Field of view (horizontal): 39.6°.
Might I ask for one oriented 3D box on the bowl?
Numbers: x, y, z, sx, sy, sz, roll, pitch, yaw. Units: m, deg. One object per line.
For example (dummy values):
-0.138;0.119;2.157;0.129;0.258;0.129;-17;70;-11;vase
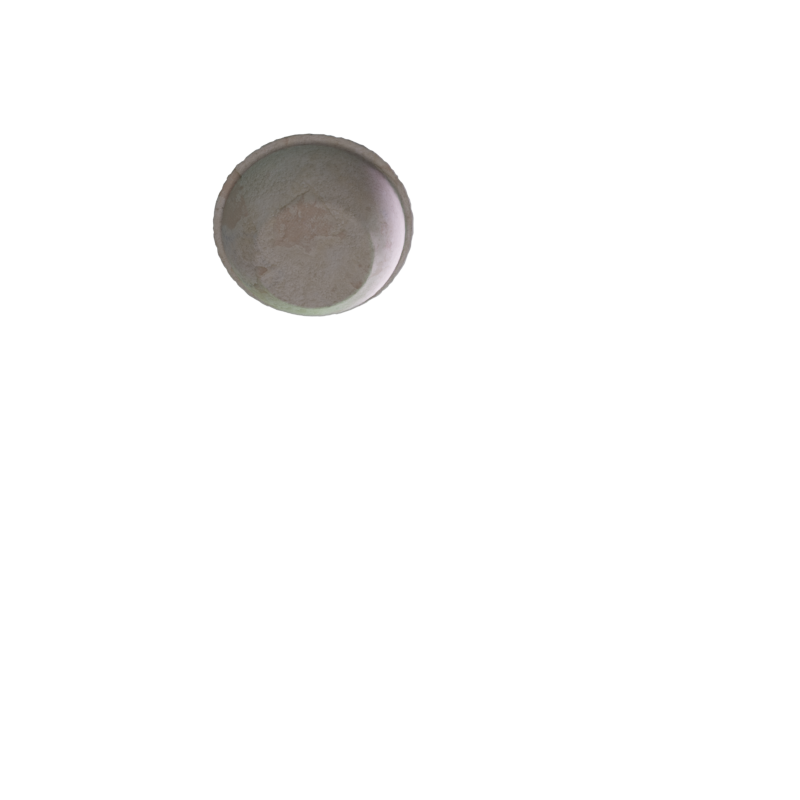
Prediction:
-0.068;-0.124;0.869;0.162;0.153;0.058;1;28;-1;bowl
